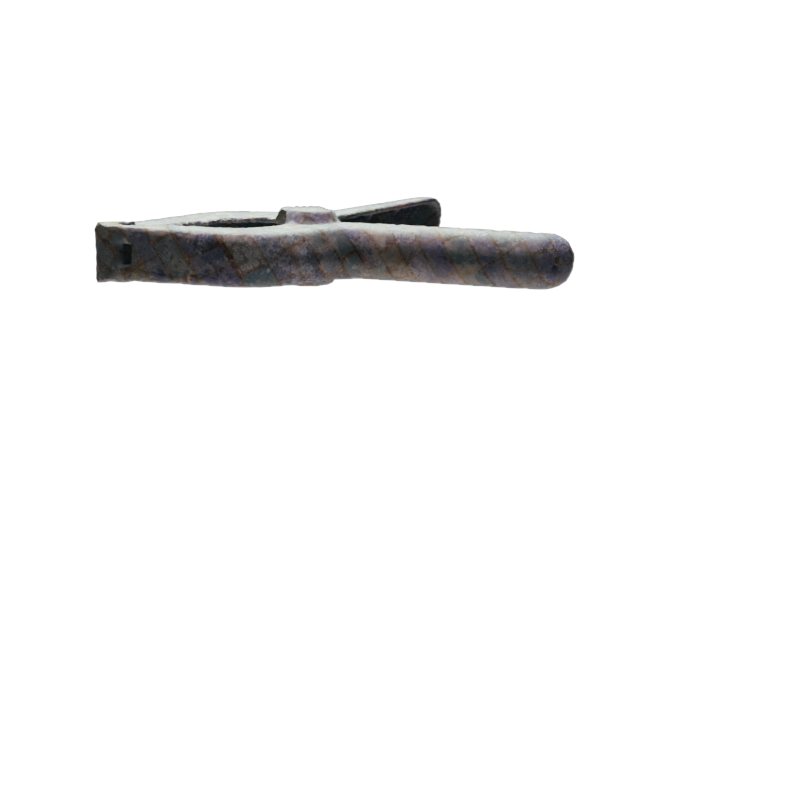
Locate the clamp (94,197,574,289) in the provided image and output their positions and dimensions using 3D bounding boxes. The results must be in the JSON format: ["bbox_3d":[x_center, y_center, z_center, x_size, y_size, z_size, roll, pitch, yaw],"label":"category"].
[{"bbox_3d":[-0.043,-0.078,0.547,0.207,0.035,0.171,-3,16,-11],"label":"clamp"}]
